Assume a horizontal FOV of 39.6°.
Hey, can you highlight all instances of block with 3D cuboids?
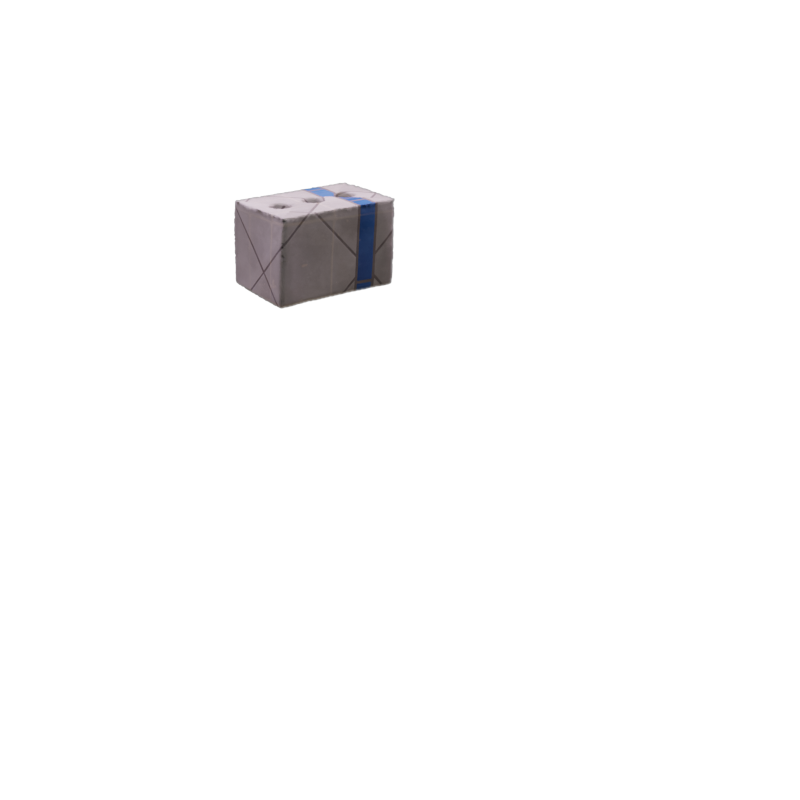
[{"bbox_3d":[-0.049,-0.090,0.632,0.076,0.049,0.056,-16,27,-34],"label":"block"}]
